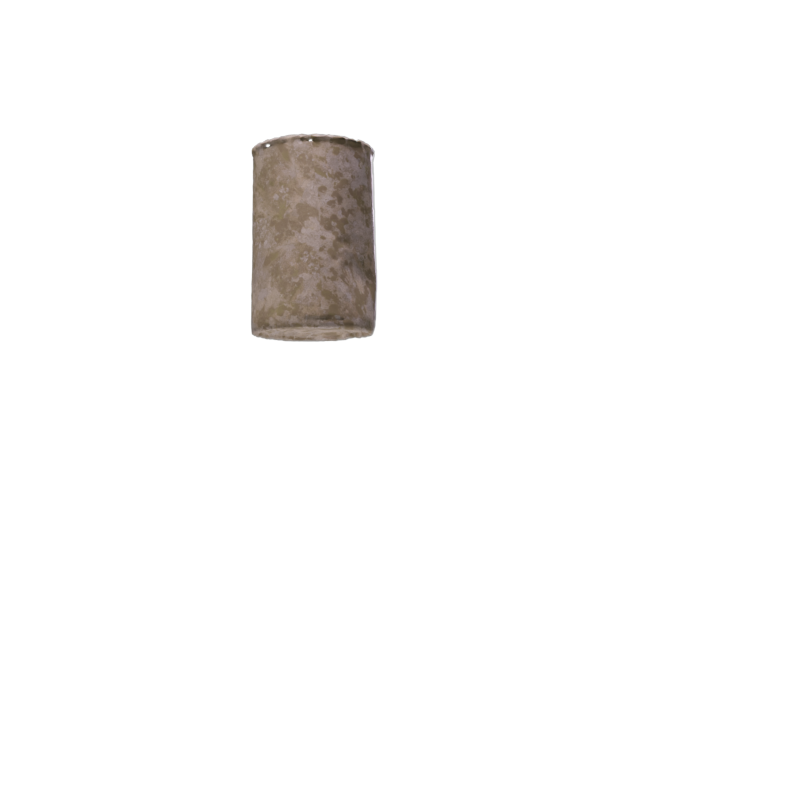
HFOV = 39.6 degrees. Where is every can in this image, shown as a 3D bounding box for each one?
[{"bbox_3d":[-0.047,-0.086,0.601,0.068,0.105,0.067,0,-9,-2],"label":"can"}]
